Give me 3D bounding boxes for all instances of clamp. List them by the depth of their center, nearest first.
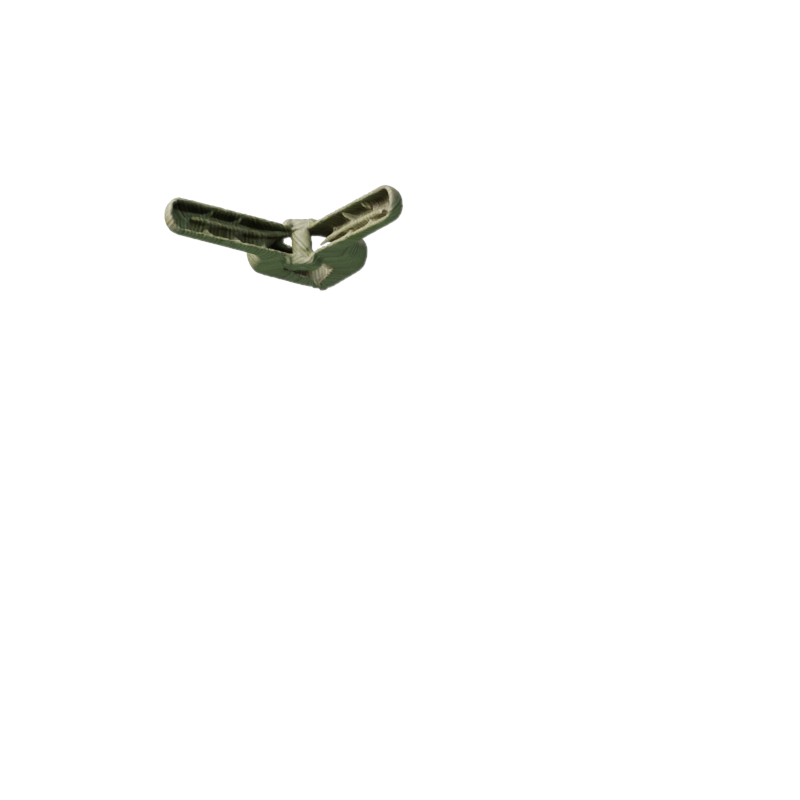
[{"bbox_3d":[-0.066,-0.120,0.840,0.167,0.037,0.201,-2,-8,12],"label":"clamp"}]
